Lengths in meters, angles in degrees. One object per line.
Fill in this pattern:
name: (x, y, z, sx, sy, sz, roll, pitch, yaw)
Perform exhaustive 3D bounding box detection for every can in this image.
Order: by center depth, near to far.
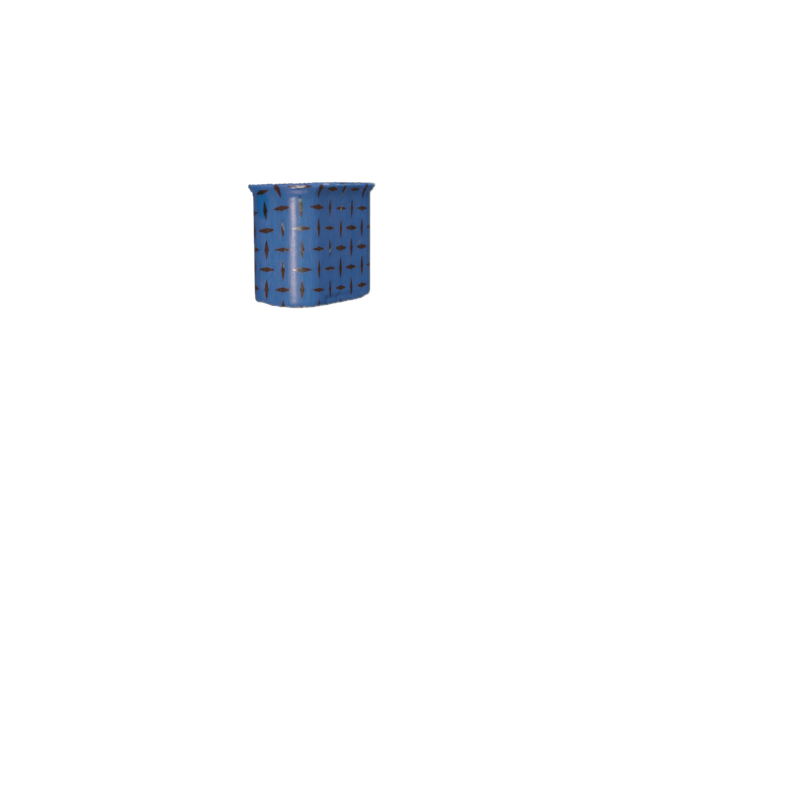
can: (-0.062, -0.113, 0.791, 0.060, 0.083, 0.099, 4, 10, 31)
